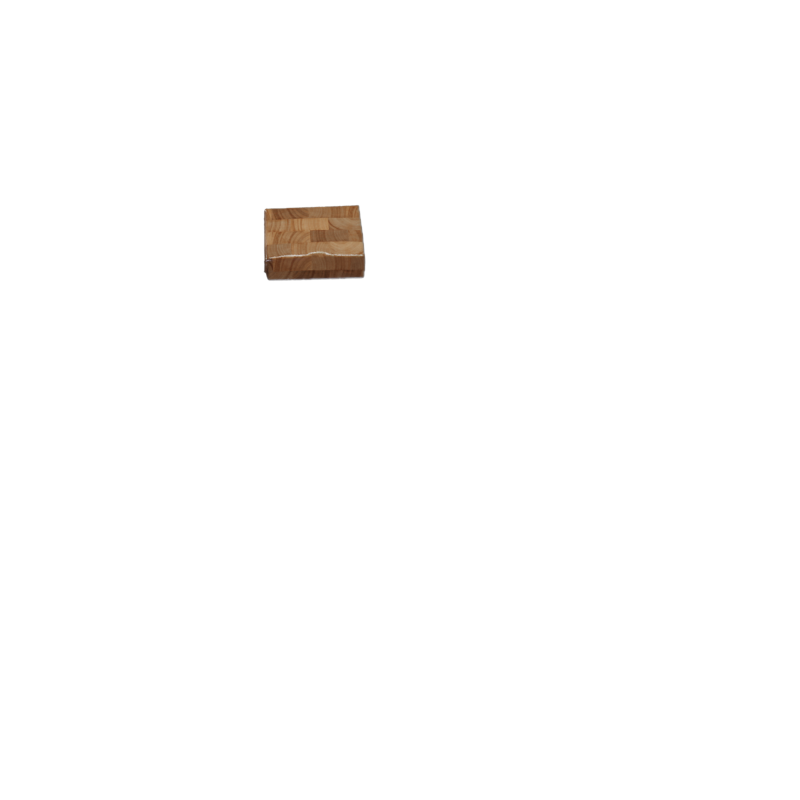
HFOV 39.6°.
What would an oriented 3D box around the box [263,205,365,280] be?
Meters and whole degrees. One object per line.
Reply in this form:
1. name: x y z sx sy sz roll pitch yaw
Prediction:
1. box: -0.078 -0.142 0.995 0.089 0.028 0.079 -2 44 -3
